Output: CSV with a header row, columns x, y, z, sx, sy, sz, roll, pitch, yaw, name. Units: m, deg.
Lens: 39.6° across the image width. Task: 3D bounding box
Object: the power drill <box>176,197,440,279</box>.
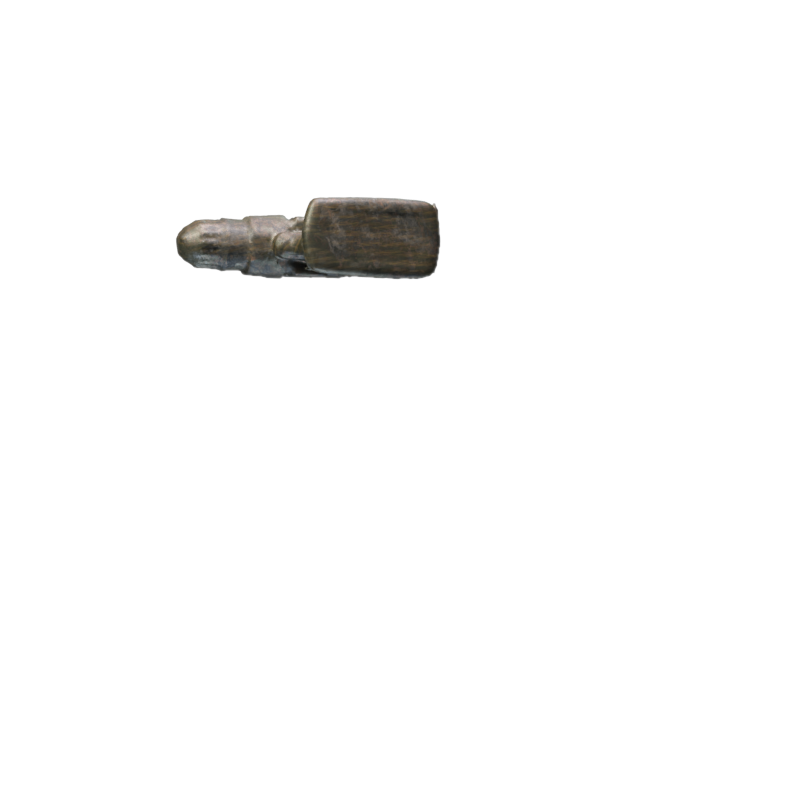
x,y,z,sx,sy,sz,roll,pitch,yaw,name
-0.067,-0.122,0.852,0.180,0.057,0.193,-2,6,-21,power drill
